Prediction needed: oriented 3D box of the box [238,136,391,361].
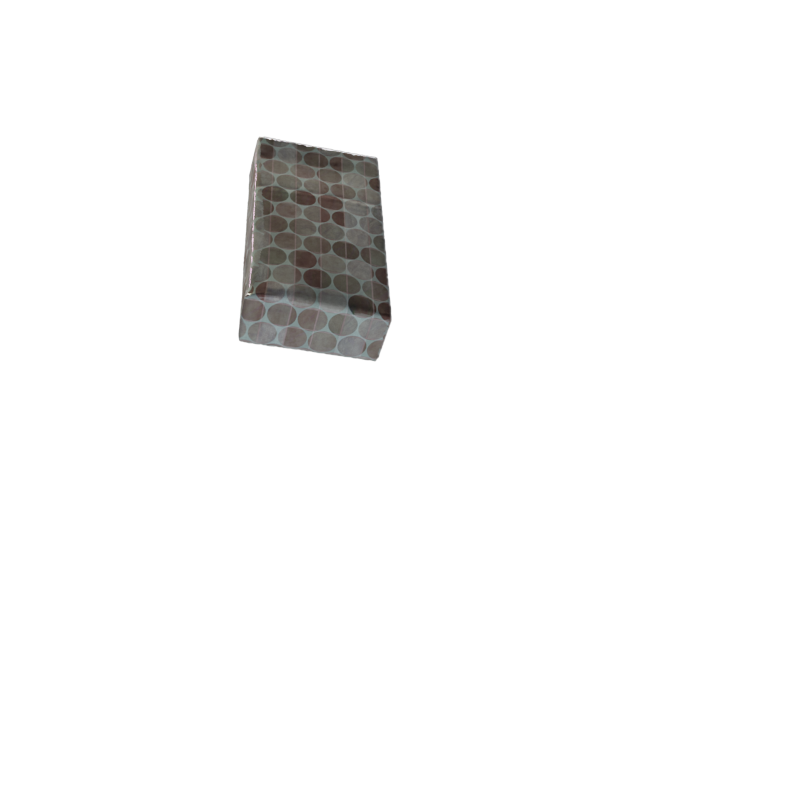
[{"bbox_3d":[-0.059,-0.108,0.756,0.092,0.045,0.189,8,40,-10],"label":"box"}]
